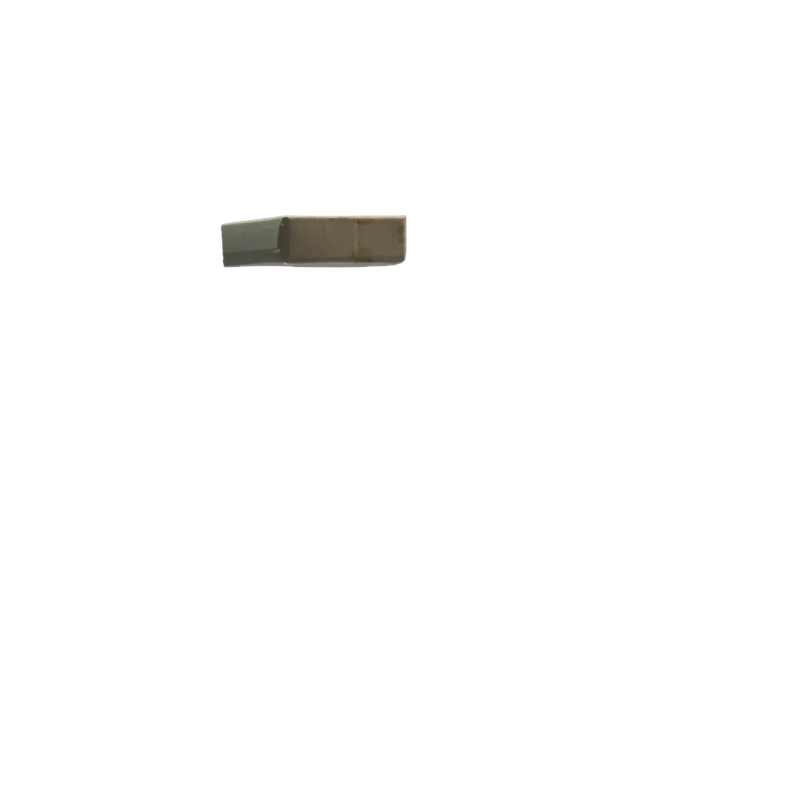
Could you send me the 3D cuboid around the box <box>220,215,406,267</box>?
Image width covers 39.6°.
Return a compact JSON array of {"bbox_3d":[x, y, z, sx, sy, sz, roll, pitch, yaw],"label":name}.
[{"bbox_3d":[-0.065,-0.119,0.831,0.109,0.039,0.093,-4,6,-36],"label":"box"}]
